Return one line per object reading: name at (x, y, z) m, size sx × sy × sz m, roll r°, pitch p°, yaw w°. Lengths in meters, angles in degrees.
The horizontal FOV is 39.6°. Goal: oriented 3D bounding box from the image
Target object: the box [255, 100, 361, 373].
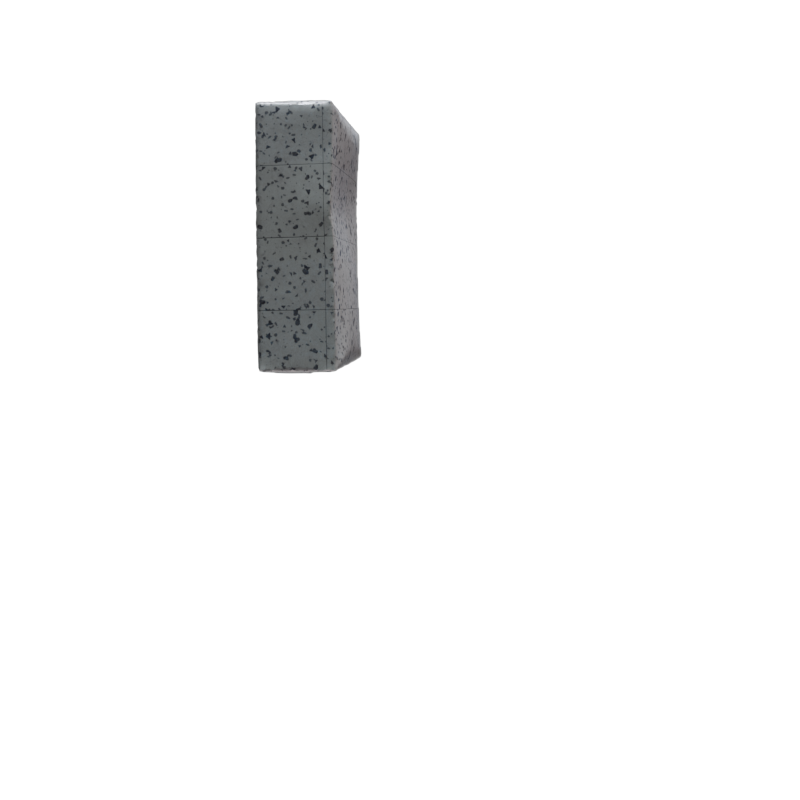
box at (-0.074, -0.134, 0.941) m, size 0.072 × 0.215 × 0.162 m, roll 0°, pitch 0°, yaw 5°
